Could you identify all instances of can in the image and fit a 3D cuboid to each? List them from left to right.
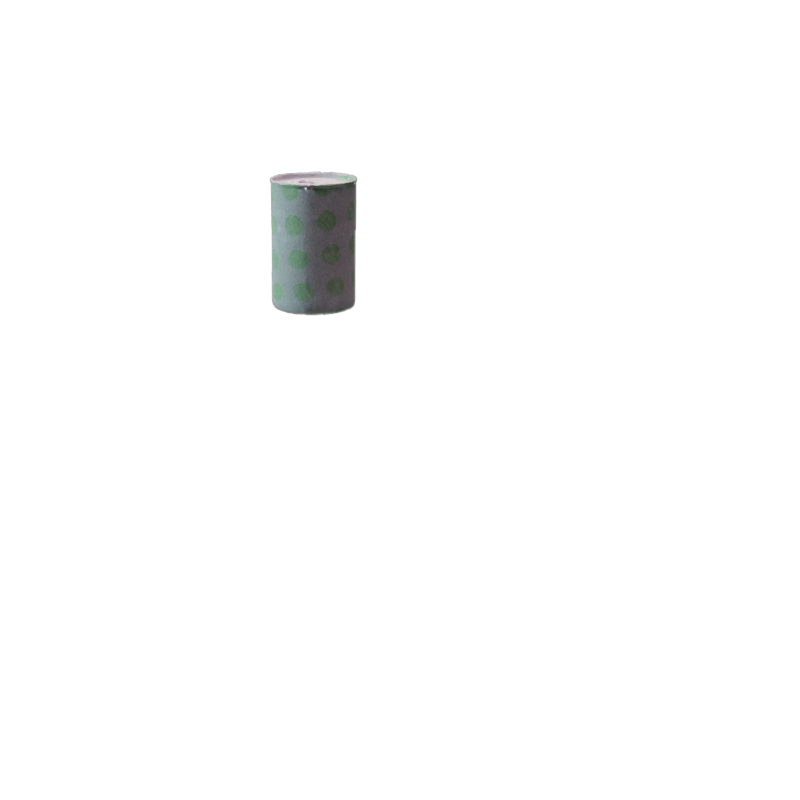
[{"bbox_3d":[-0.068,-0.124,0.868,0.068,0.099,0.071,0,14,-2],"label":"can"}]
